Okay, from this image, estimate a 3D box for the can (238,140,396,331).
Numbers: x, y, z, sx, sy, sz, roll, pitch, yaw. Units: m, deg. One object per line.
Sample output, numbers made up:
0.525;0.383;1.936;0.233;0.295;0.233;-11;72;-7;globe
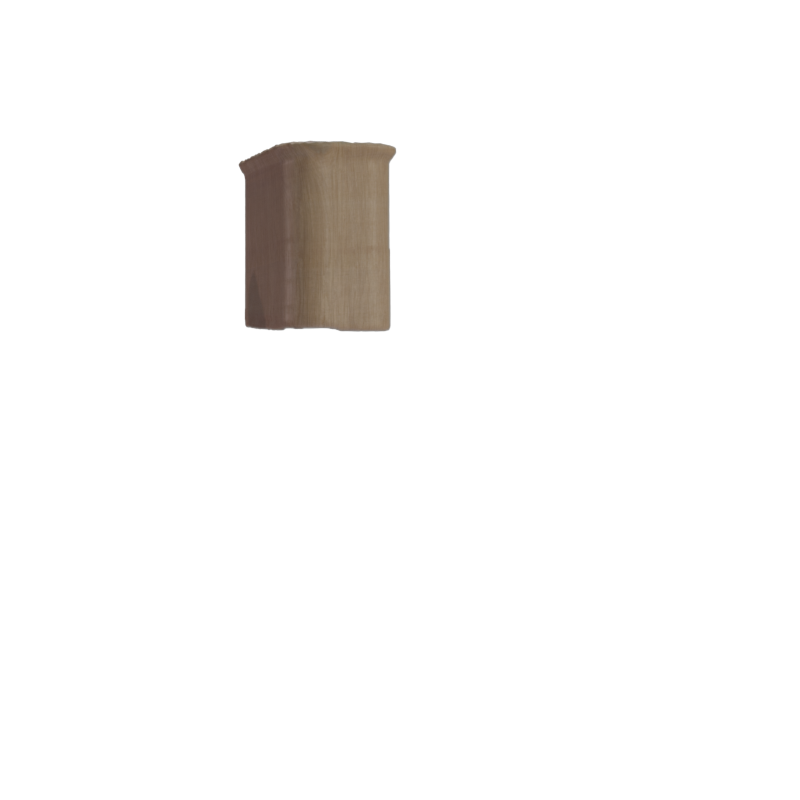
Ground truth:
-0.041;-0.076;0.531;0.056;0.084;0.104;0;2;-21;can
